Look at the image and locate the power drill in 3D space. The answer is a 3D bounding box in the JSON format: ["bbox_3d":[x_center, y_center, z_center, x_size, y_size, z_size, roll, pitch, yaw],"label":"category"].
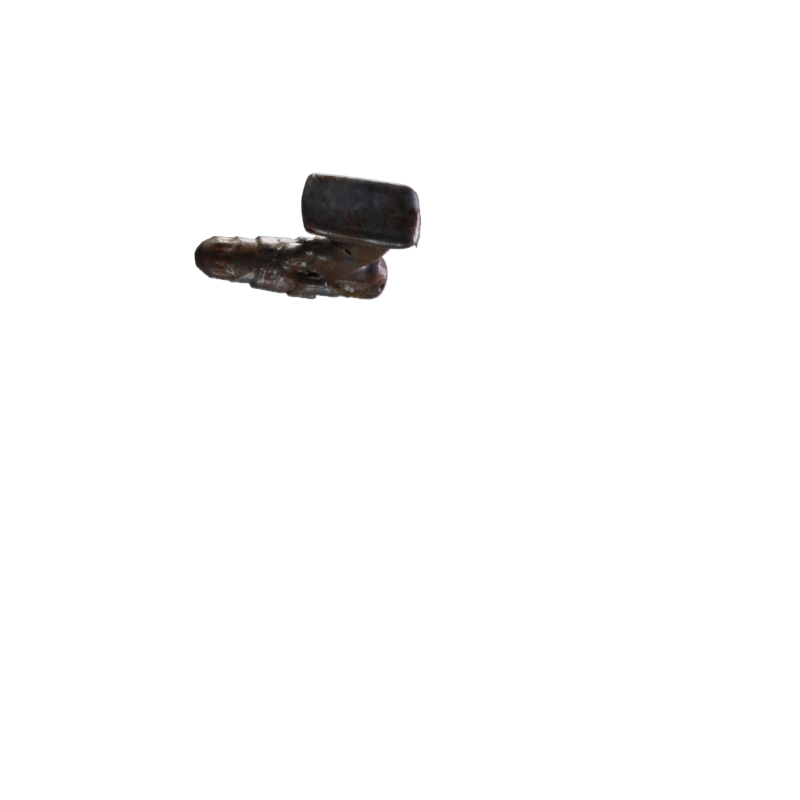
[{"bbox_3d":[-0.077,-0.140,0.980,0.180,0.059,0.186,4,-13,-19],"label":"power drill"}]
